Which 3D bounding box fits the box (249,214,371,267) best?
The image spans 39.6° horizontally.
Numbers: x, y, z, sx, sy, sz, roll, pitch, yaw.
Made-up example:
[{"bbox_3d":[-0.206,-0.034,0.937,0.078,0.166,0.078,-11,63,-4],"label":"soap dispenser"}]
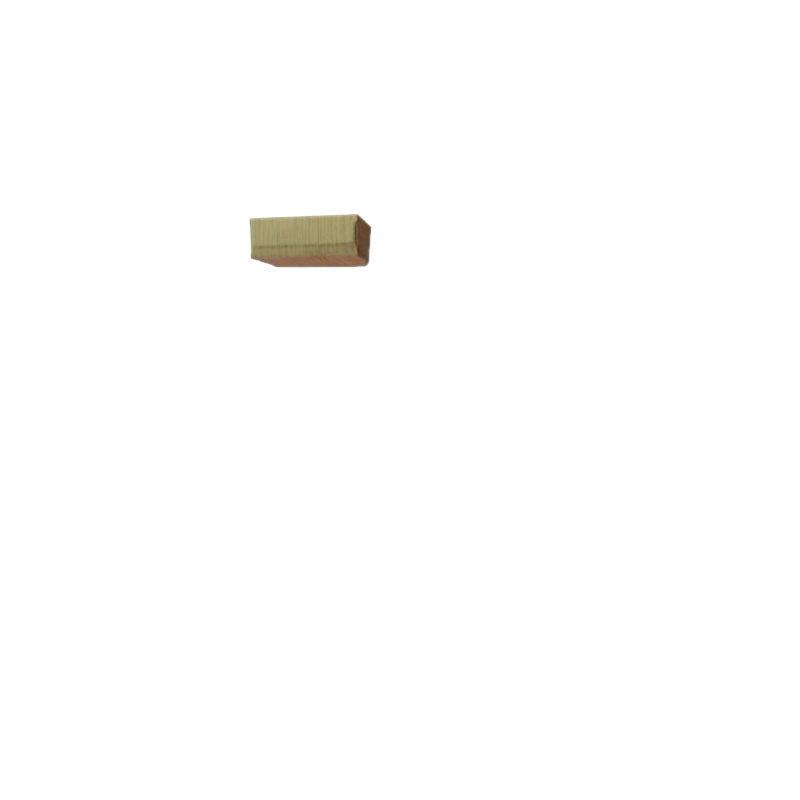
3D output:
[{"bbox_3d":[-0.074,-0.135,0.944,0.091,0.039,0.112,0,1,6],"label":"box"}]
